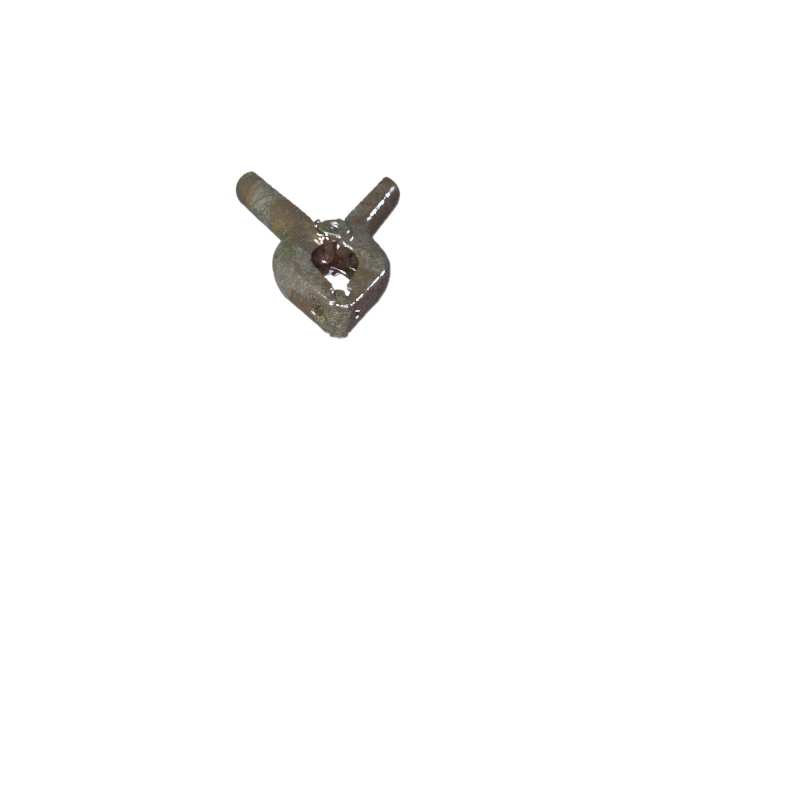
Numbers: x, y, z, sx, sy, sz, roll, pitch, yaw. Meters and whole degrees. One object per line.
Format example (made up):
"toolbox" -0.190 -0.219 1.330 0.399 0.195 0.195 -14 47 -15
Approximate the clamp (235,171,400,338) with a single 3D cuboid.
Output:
"clamp" -0.060 -0.109 0.763 0.120 0.037 0.183 1 37 0
